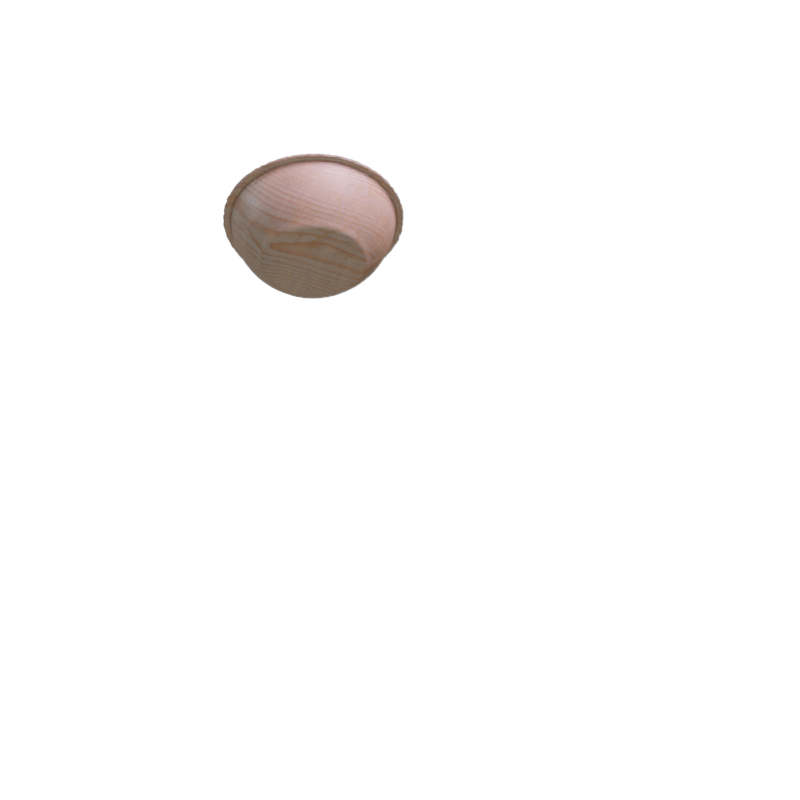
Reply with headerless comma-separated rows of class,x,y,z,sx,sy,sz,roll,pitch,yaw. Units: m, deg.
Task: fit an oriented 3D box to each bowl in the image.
bowl,-0.076,-0.139,0.975,0.162,0.059,0.151,1,-41,-1
